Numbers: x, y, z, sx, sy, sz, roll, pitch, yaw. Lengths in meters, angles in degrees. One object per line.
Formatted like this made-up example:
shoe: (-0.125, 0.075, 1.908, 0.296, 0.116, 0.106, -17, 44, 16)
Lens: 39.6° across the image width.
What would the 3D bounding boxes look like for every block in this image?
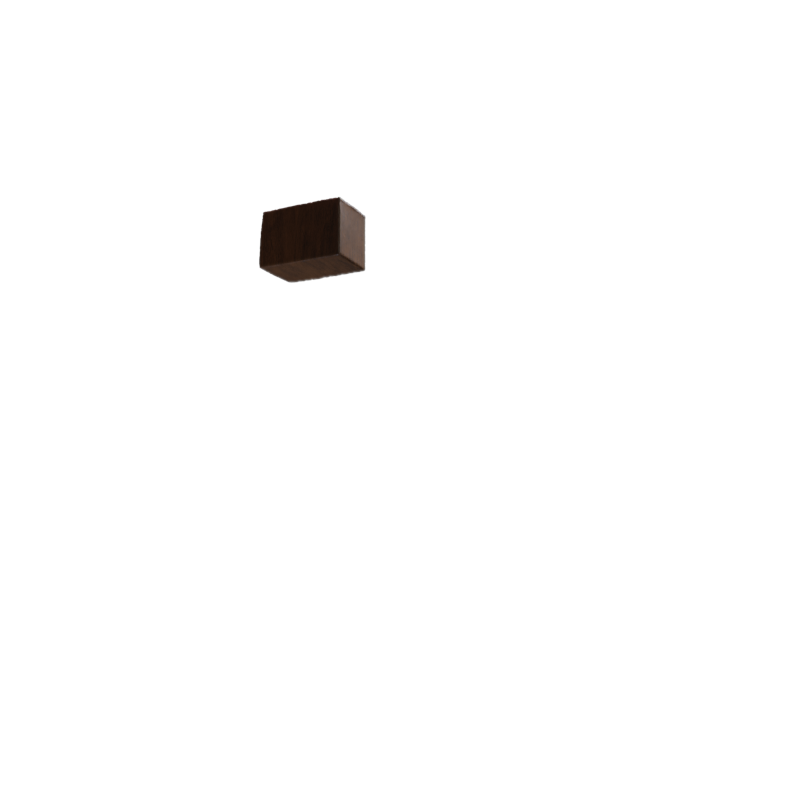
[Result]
block: (-0.074, -0.136, 0.951, 0.080, 0.053, 0.049, -7, -17, 25)
